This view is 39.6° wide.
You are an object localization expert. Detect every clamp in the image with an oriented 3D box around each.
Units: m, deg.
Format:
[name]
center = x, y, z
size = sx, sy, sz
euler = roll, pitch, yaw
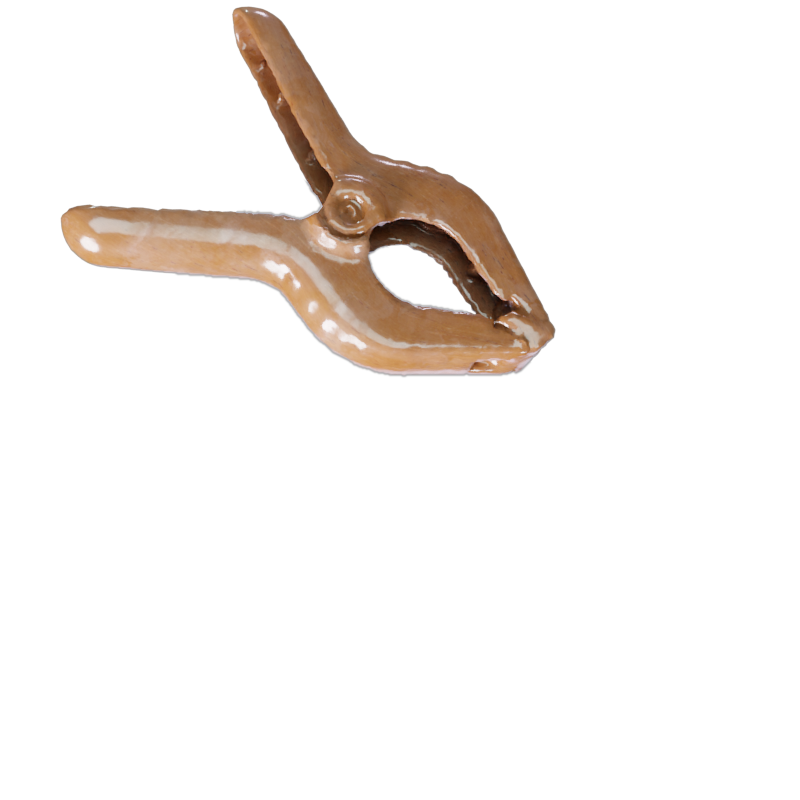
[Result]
[clamp]
center = -0.031, -0.056, 0.395
size = 0.177, 0.122, 0.037
euler = 39, -15, 13
